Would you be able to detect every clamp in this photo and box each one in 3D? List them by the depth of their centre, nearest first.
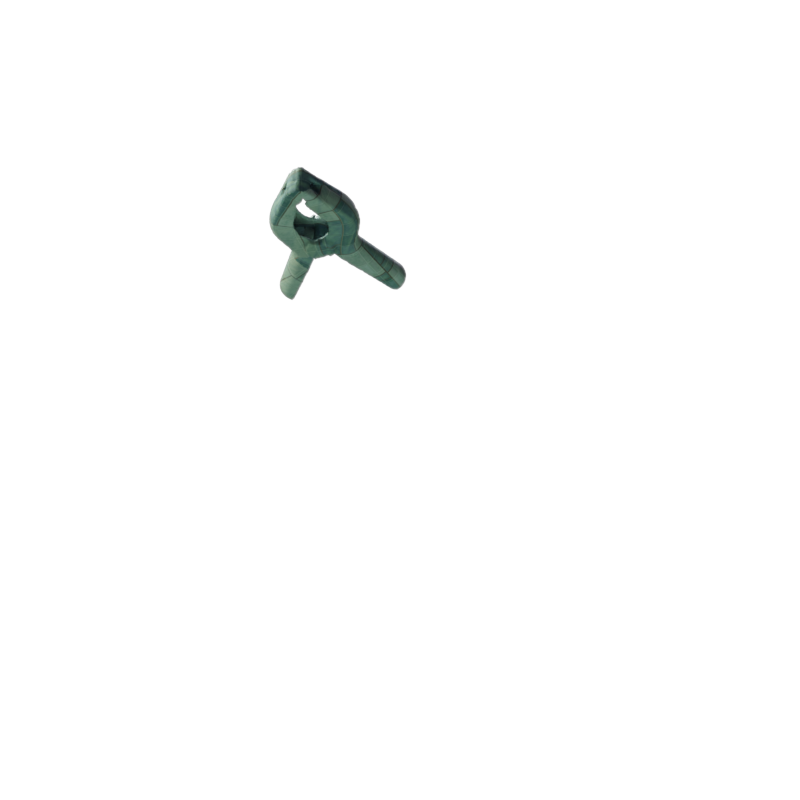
[{"bbox_3d":[-0.078,-0.142,0.997,0.121,0.042,0.158,-14,-38,18],"label":"clamp"}]
